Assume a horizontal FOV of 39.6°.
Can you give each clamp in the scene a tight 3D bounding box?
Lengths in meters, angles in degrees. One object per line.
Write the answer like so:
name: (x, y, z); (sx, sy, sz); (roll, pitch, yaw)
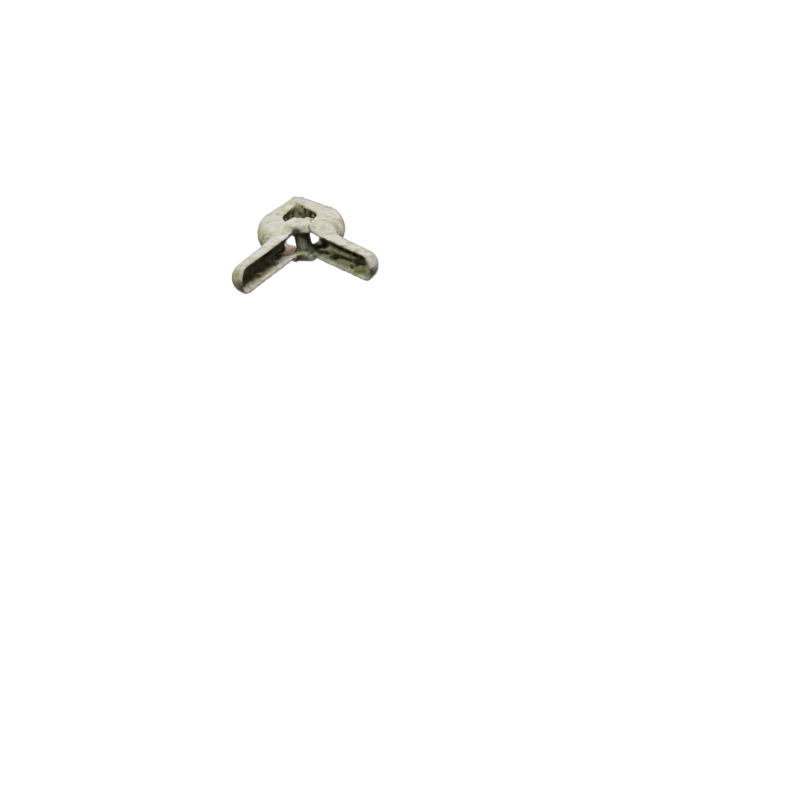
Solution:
clamp: (-0.076, -0.139, 0.973); (0.121, 0.037, 0.181); (2, 31, 3)
